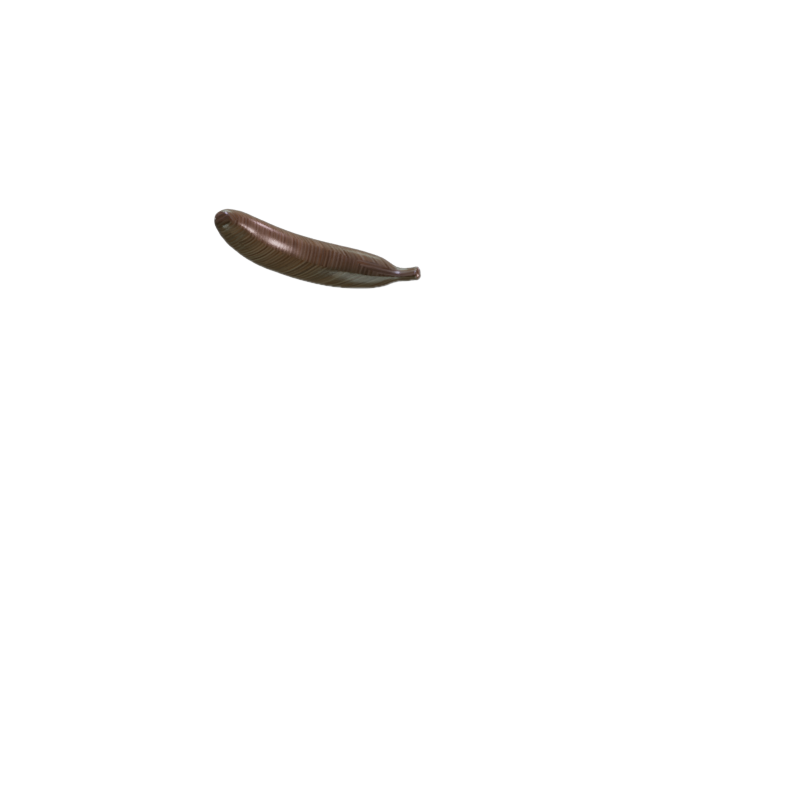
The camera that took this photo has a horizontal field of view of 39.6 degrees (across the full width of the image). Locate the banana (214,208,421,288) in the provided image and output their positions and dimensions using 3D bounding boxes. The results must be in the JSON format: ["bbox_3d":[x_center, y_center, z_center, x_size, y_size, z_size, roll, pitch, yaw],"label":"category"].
[{"bbox_3d":[-0.081,-0.129,0.960,0.189,0.039,0.069,11,-24,-28],"label":"banana"}]
